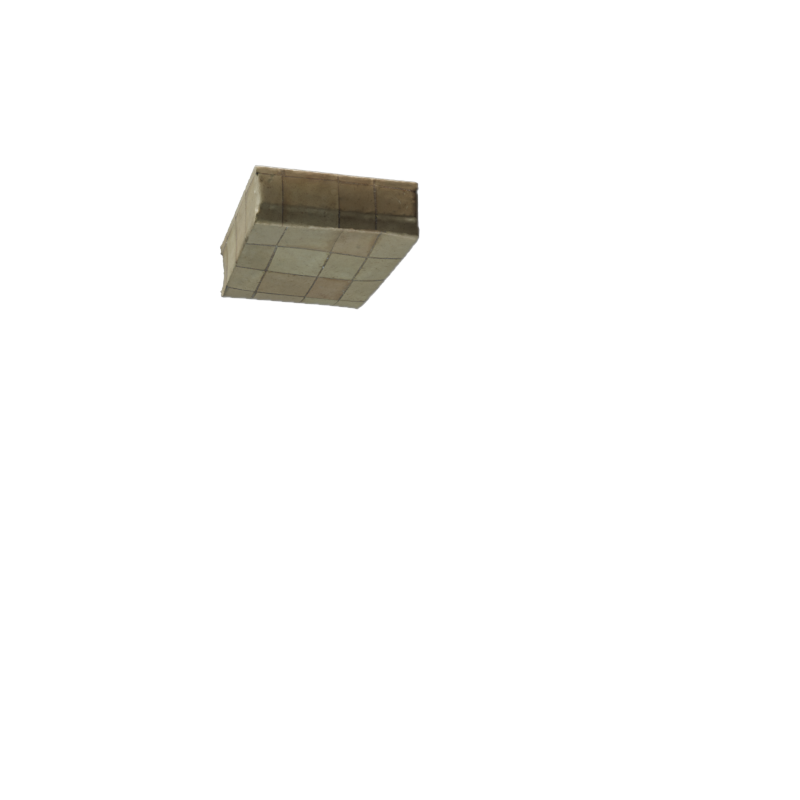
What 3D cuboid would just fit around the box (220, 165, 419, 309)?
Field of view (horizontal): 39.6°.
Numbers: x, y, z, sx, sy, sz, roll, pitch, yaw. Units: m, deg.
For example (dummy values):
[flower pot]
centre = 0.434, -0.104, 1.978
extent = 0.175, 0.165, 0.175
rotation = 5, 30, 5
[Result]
[box]
centre = -0.048, -0.089, 0.621
extent = 0.088, 0.041, 0.110
rotation = 5, -20, -16
